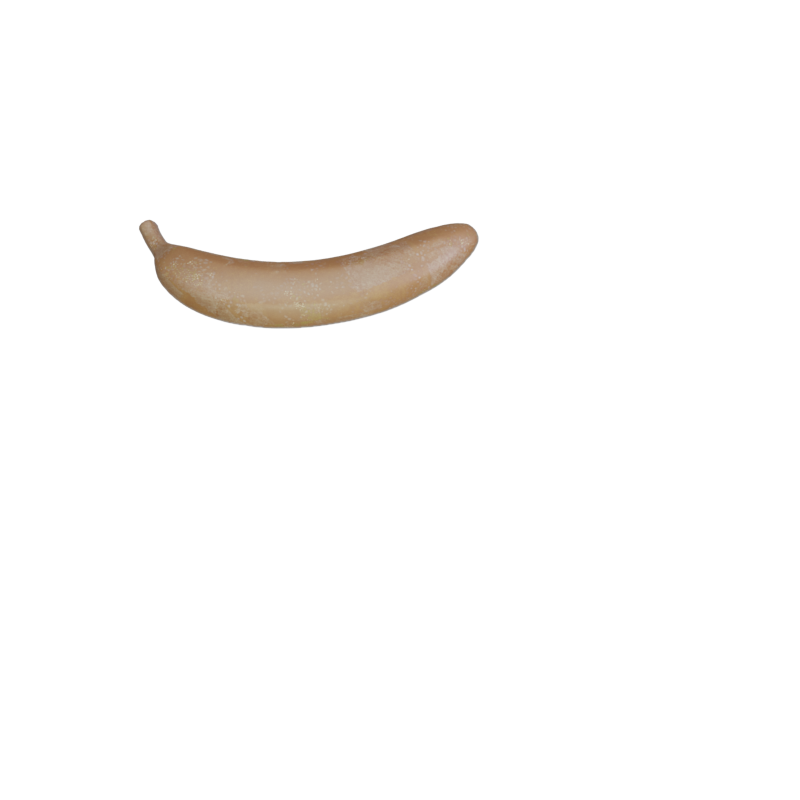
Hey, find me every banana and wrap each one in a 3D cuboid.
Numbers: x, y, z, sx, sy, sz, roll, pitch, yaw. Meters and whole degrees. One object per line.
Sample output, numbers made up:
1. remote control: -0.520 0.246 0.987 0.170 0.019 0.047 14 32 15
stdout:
1. banana: -0.054 -0.073 0.626 0.198 0.073 0.035 2 -23 1
